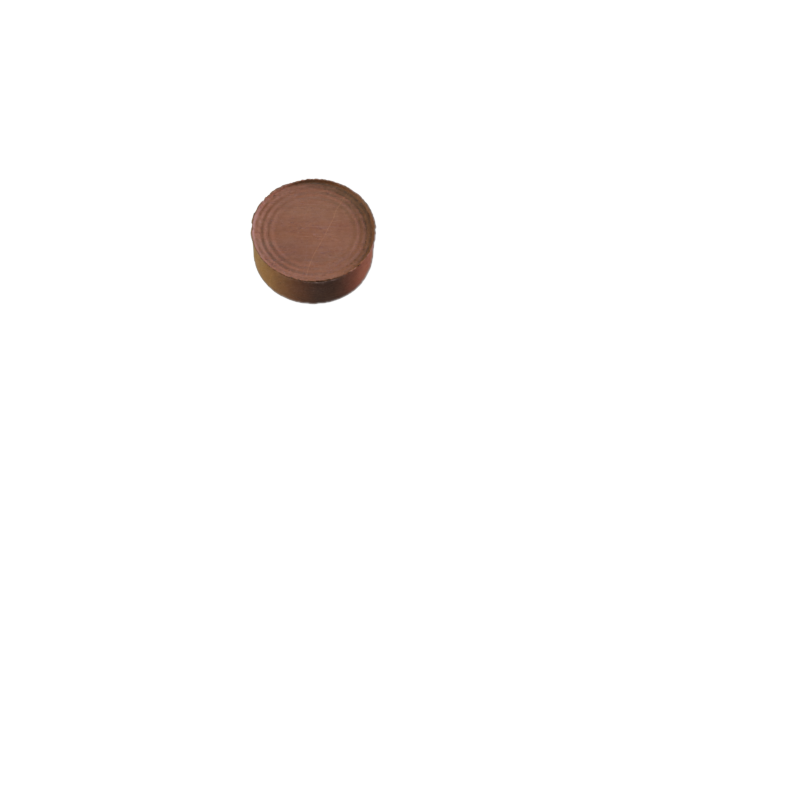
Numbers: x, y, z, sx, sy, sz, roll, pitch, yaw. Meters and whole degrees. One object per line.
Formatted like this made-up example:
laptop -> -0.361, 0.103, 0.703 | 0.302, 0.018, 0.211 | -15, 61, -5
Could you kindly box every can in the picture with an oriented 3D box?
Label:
can -> -0.060, -0.110, 0.769 | 0.086, 0.092, 0.031 | -1, -31, -1
